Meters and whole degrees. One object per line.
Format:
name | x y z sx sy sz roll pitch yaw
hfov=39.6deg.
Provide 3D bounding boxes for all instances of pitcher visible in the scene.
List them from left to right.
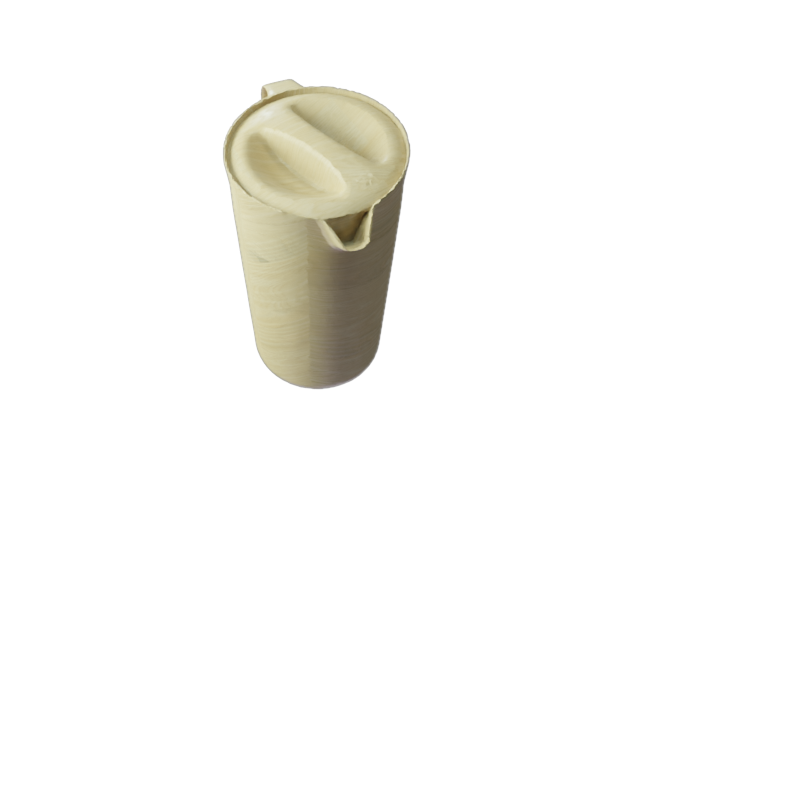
pitcher | -0.069 -0.125 0.878 0.149 0.155 0.227 20 -35 11
